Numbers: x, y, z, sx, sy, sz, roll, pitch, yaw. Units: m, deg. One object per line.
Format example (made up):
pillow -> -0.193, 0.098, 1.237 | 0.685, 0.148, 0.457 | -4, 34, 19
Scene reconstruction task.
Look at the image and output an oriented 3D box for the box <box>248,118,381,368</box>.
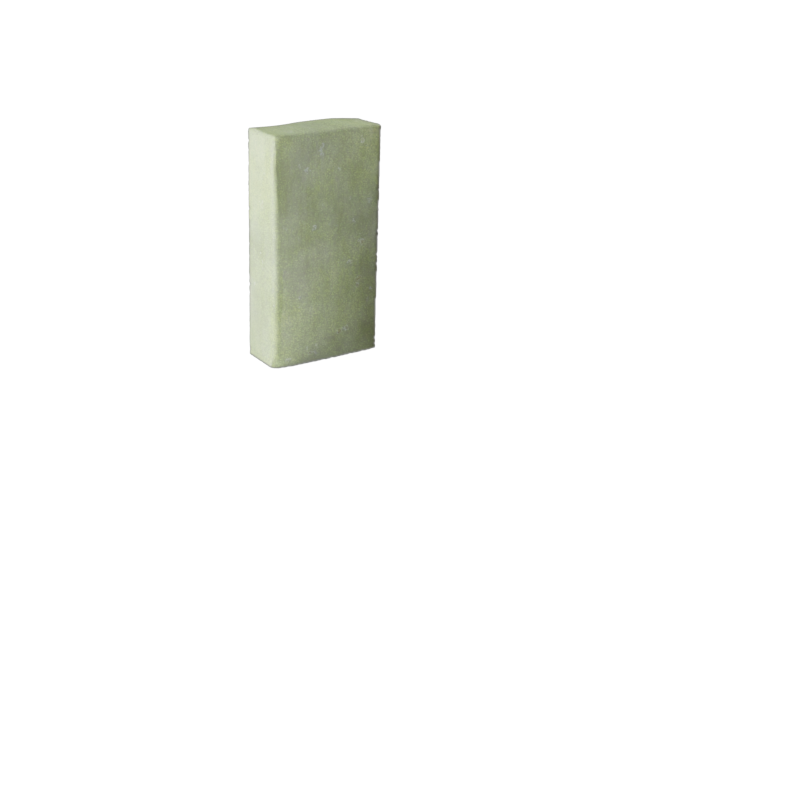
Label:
box -> -0.064, -0.117, 0.820 | 0.091, 0.170, 0.051 | -10, 20, -32
